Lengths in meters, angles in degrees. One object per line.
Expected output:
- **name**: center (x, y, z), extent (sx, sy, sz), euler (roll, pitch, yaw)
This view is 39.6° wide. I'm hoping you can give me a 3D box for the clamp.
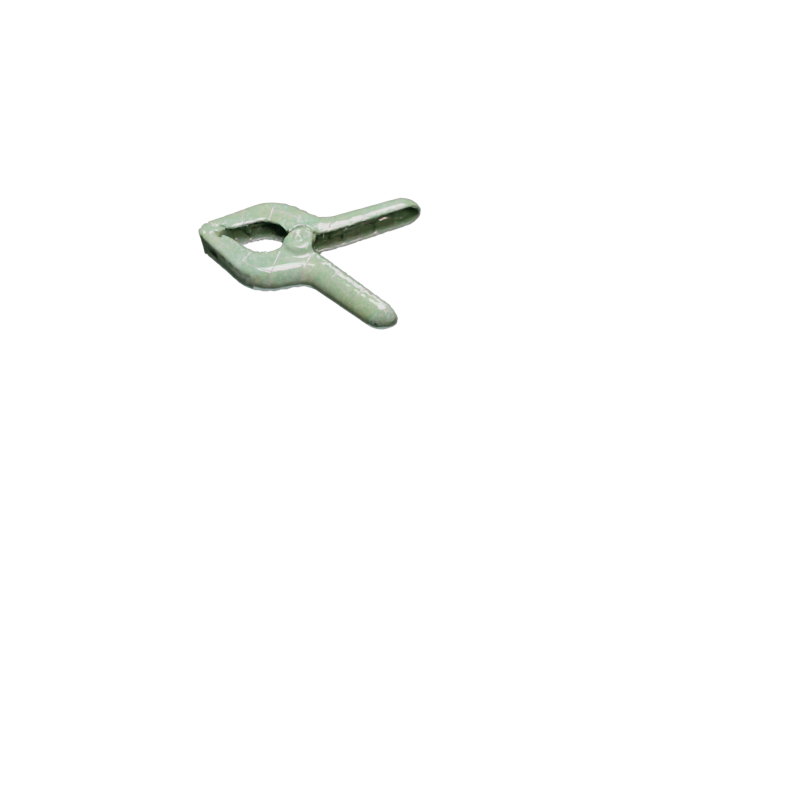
- **clamp**: center (-0.067, -0.123, 0.861), extent (0.176, 0.125, 0.036), euler (16, -39, 13)
